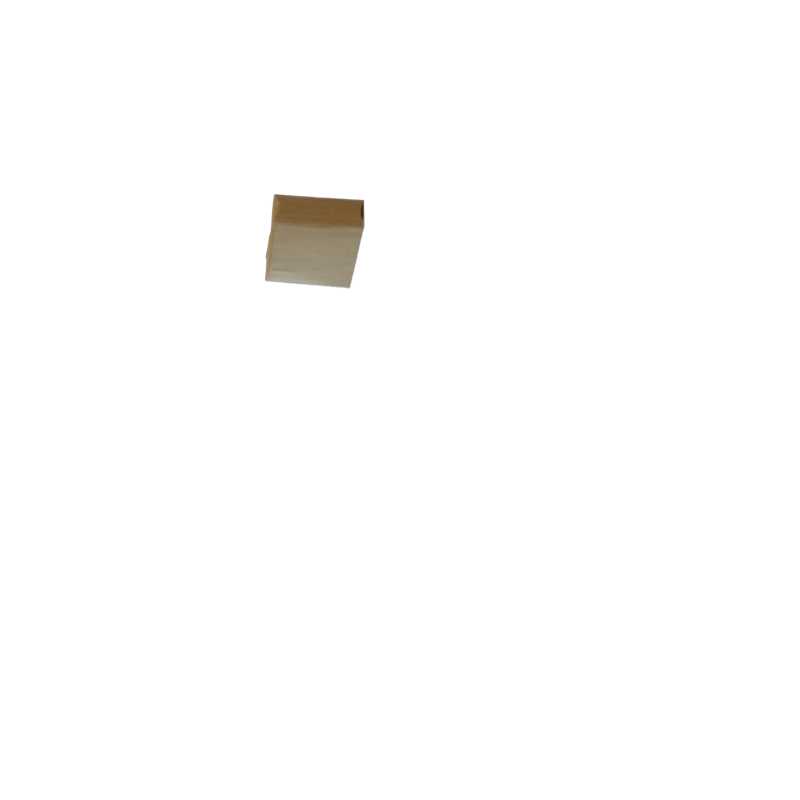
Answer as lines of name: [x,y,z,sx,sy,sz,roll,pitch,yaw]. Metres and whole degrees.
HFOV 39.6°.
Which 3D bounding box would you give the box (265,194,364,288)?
box: [-0.071,-0.129,0.907,0.072,0.032,0.084,4,-32,-7]
